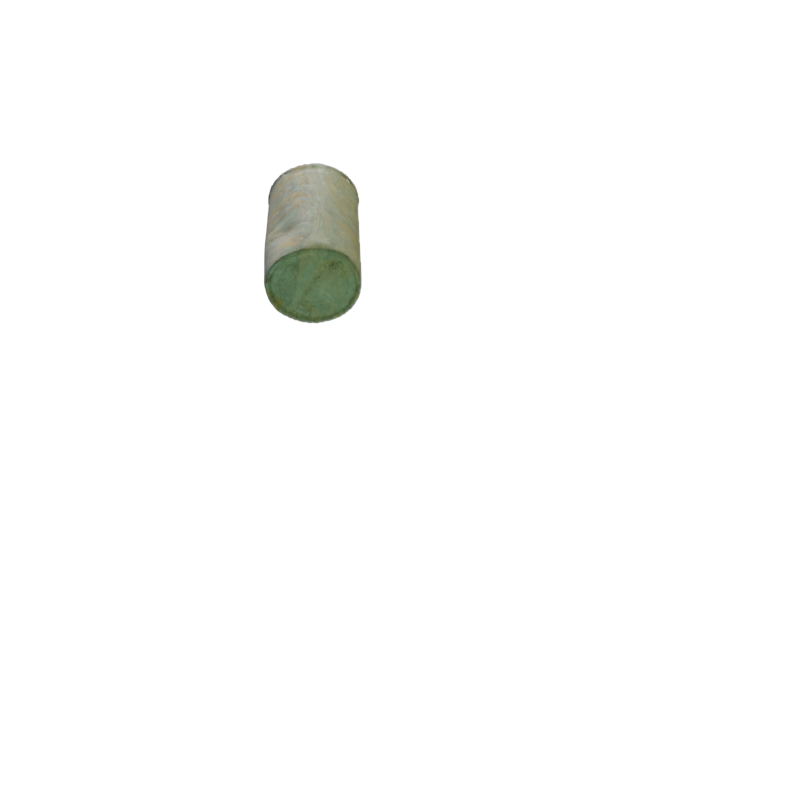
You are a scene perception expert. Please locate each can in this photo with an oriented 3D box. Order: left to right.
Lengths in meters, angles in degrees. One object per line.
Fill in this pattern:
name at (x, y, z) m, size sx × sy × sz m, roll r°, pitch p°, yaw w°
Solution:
can at (-0.062, -0.112, 0.788) m, size 0.068 × 0.064 × 0.110 m, roll -1°, pitch 42°, yaw -3°
